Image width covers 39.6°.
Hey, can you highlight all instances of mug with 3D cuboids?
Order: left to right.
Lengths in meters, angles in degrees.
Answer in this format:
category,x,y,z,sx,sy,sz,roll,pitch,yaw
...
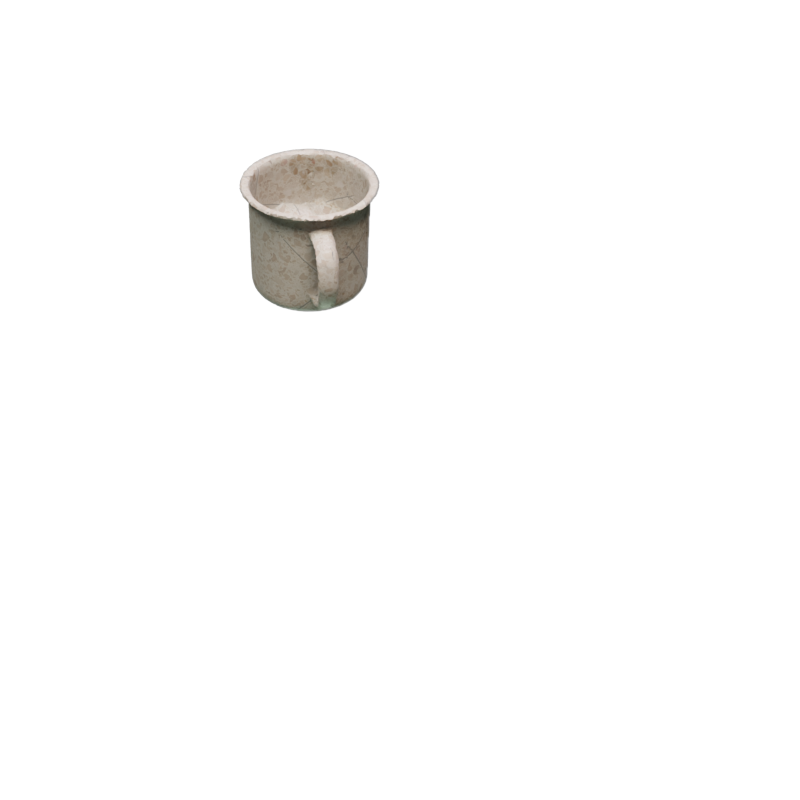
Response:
category,x,y,z,sx,sy,sz,roll,pitch,yaw
mug,-0.059,-0.107,0.750,0.092,0.076,0.127,-9,39,-13
